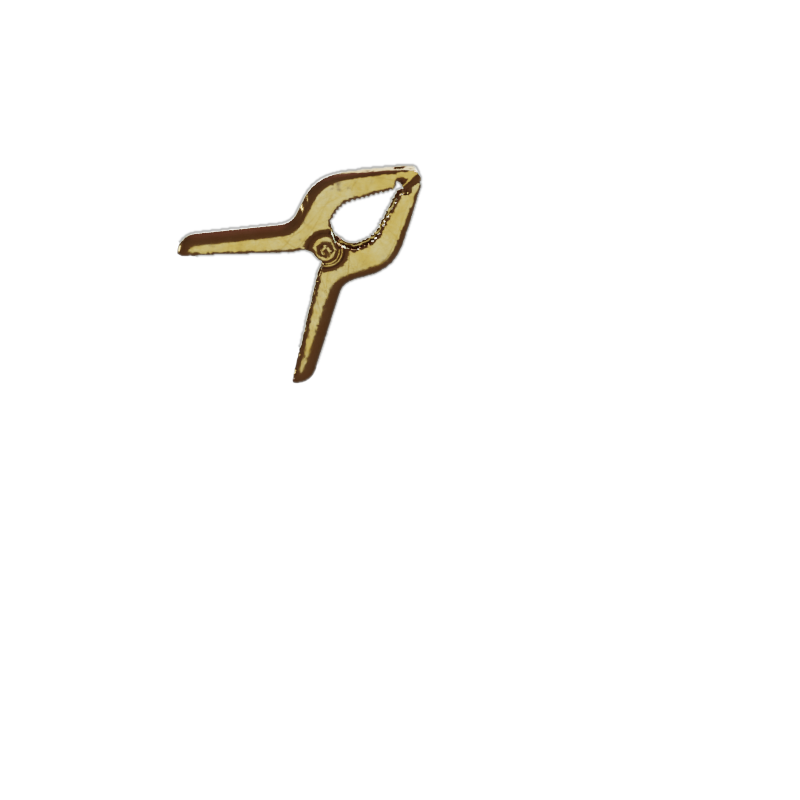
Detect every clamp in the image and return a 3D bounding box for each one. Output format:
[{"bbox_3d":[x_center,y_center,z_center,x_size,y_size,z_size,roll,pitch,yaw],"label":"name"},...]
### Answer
[{"bbox_3d":[-0.074,-0.135,0.942,0.160,0.208,0.038,43,12,-12],"label":"clamp"}]
